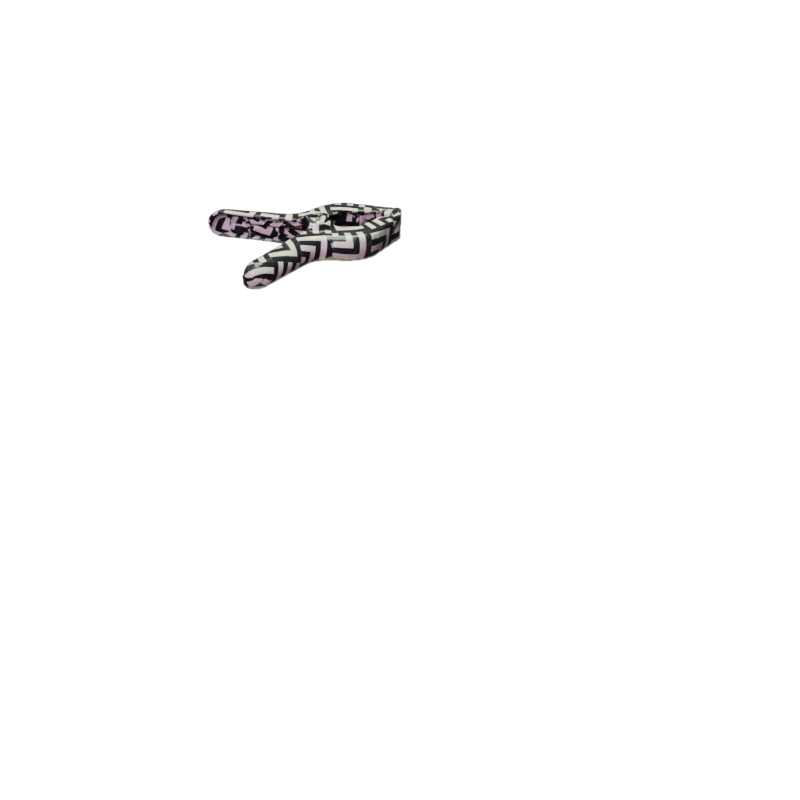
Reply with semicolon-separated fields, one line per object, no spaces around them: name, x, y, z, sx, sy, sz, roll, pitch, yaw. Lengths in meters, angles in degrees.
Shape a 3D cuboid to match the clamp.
clamp;-0.076;-0.138;0.965;0.170;0.037;0.130;-8;40;-10
